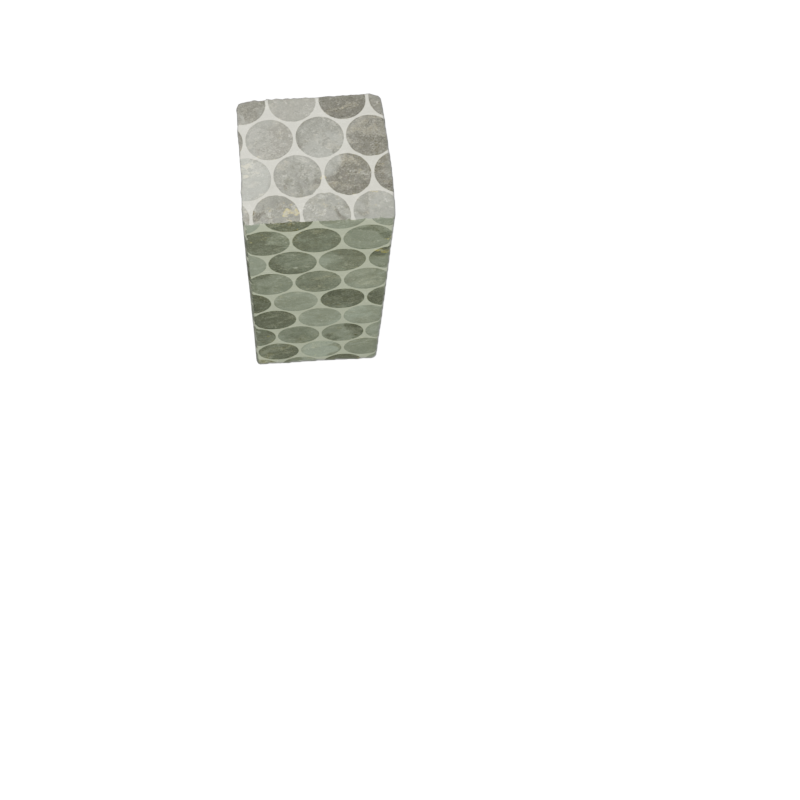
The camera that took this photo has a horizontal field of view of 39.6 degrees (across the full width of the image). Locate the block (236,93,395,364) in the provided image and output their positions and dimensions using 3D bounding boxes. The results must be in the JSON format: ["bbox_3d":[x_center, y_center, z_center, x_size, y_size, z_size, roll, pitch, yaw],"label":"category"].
[{"bbox_3d":[-0.058,-0.107,0.743,0.090,0.096,0.195,-4,-23,-5],"label":"block"}]
